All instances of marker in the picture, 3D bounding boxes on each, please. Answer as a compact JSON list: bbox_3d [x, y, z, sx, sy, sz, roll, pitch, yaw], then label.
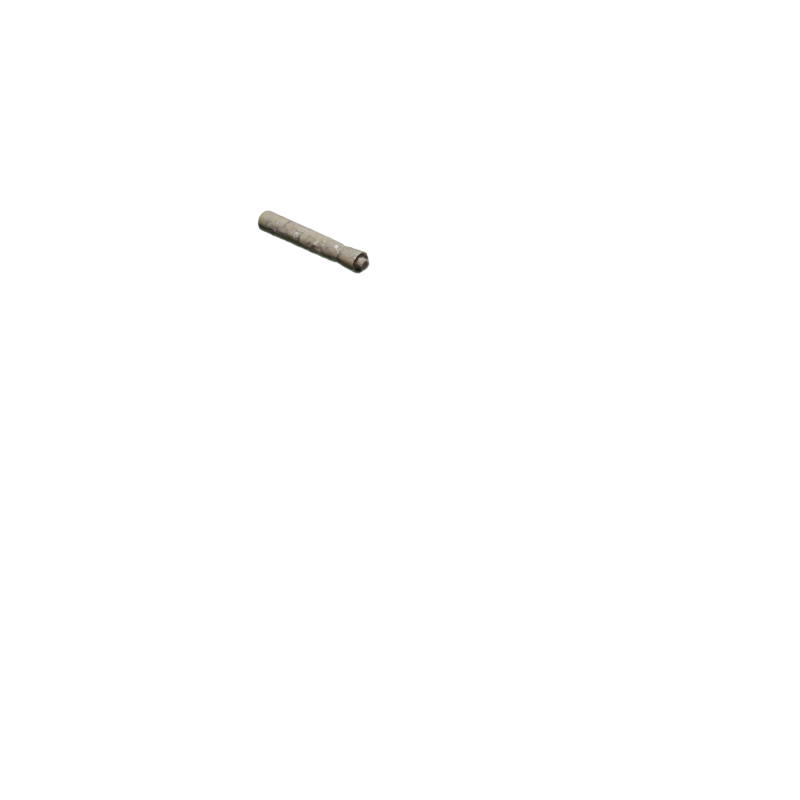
[{"bbox_3d":[-0.072,-0.132,0.925,0.129,0.019,0.019,28,21,38],"label":"marker"}]
